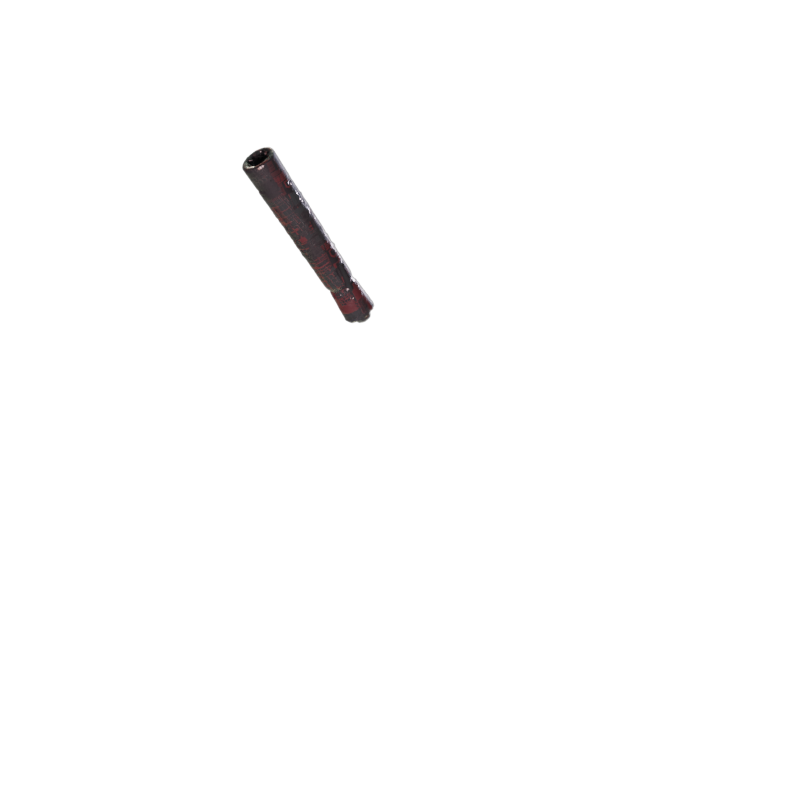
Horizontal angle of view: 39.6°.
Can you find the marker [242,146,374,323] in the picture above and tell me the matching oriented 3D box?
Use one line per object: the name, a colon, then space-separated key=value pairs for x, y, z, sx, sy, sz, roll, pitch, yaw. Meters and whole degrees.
marker: x=-0.047 y=-0.086 z=0.600 sx=0.020 sy=0.112 sz=0.021 roll=-23 pitch=35 yaw=16
